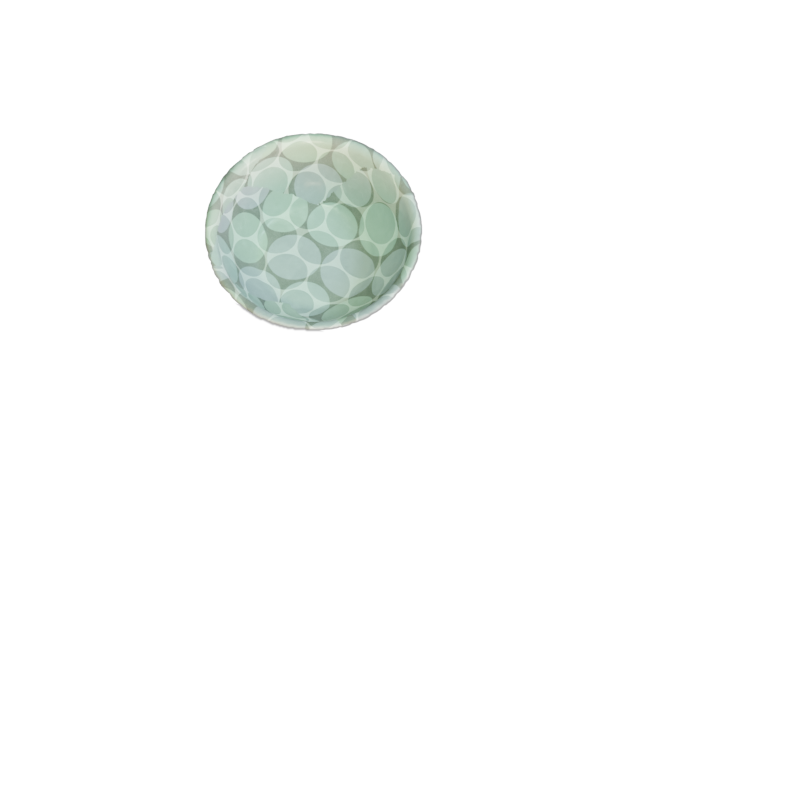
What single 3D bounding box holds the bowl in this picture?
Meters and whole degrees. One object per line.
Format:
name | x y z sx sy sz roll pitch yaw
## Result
bowl | -0.066 -0.121 0.847 0.162 0.171 0.052 -1 -22 -1
